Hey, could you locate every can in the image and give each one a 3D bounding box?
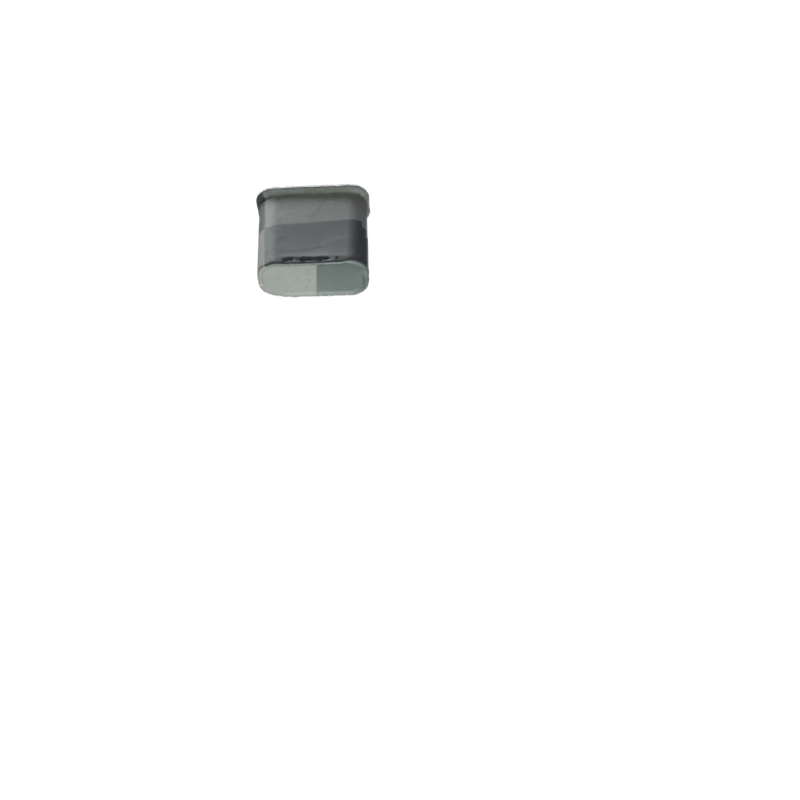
[{"bbox_3d":[-0.076,-0.140,0.978,0.102,0.090,0.054,-2,-33,2],"label":"can"}]
